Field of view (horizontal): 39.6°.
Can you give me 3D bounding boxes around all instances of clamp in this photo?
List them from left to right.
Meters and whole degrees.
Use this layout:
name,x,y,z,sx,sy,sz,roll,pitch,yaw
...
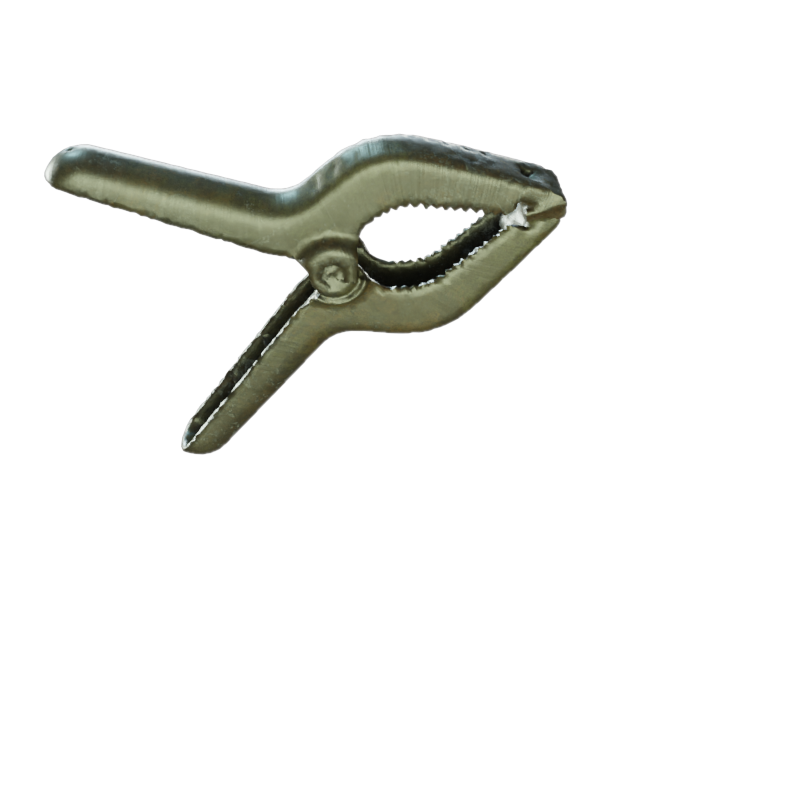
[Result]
name,x,y,z,sx,sy,sz,roll,pitch,yaw
clamp,-0.037,-0.068,0.477,0.211,0.153,0.039,-20,31,13
